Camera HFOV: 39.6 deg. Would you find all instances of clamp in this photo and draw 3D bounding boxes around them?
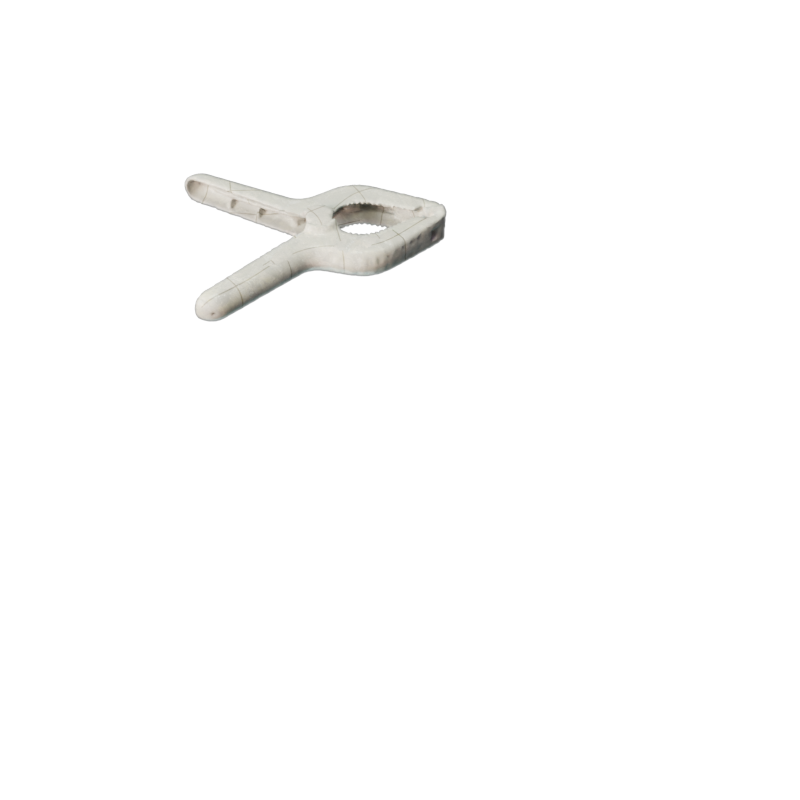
[{"bbox_3d":[-0.067,-0.123,0.861,0.209,0.034,0.177,-2,45,-2],"label":"clamp"}]
